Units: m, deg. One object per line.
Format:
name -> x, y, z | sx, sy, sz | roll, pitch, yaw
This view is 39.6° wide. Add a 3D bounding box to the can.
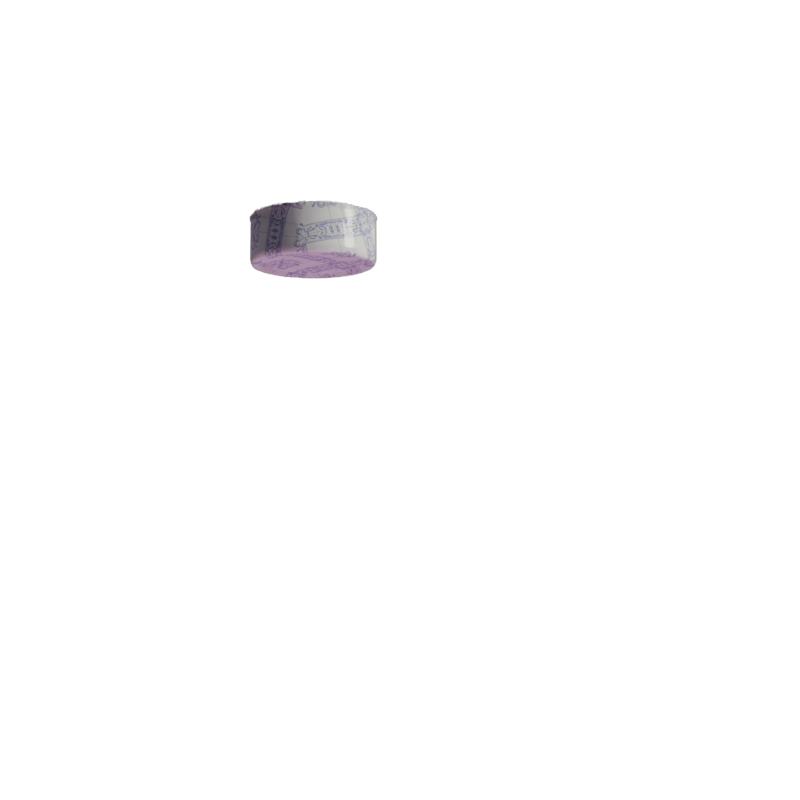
can -> -0.058, -0.106, 0.741 | 0.086, 0.034, 0.084 | 0, -7, -2
